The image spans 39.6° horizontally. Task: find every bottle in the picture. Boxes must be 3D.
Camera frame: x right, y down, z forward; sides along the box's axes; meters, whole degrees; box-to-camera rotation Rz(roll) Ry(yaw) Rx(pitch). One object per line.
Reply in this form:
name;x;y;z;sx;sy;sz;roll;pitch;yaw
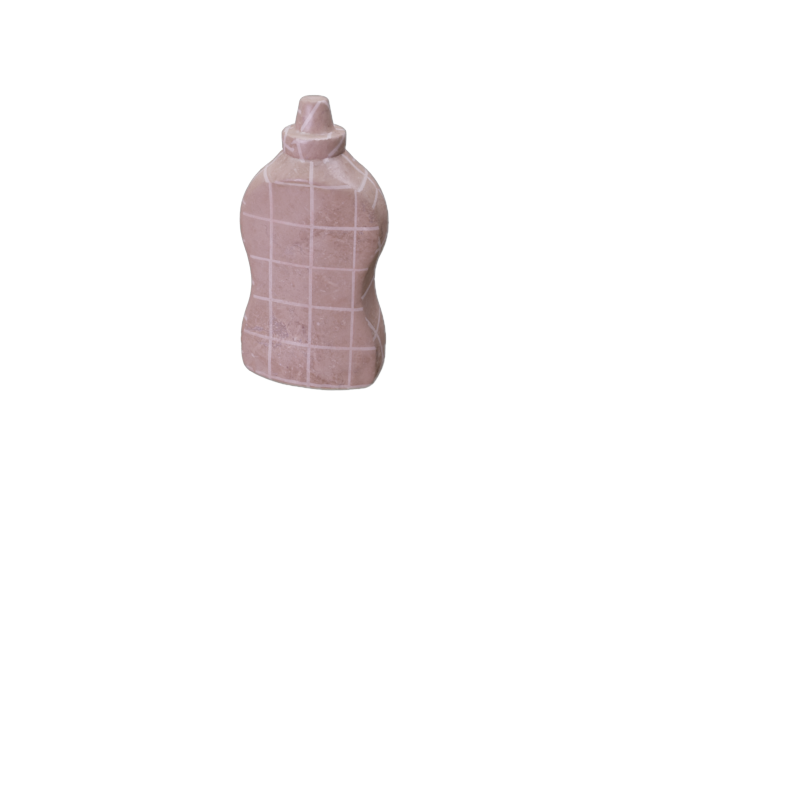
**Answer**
bottle;-0.056;-0.103;0.722;0.098;0.182;0.060;9;25;15
